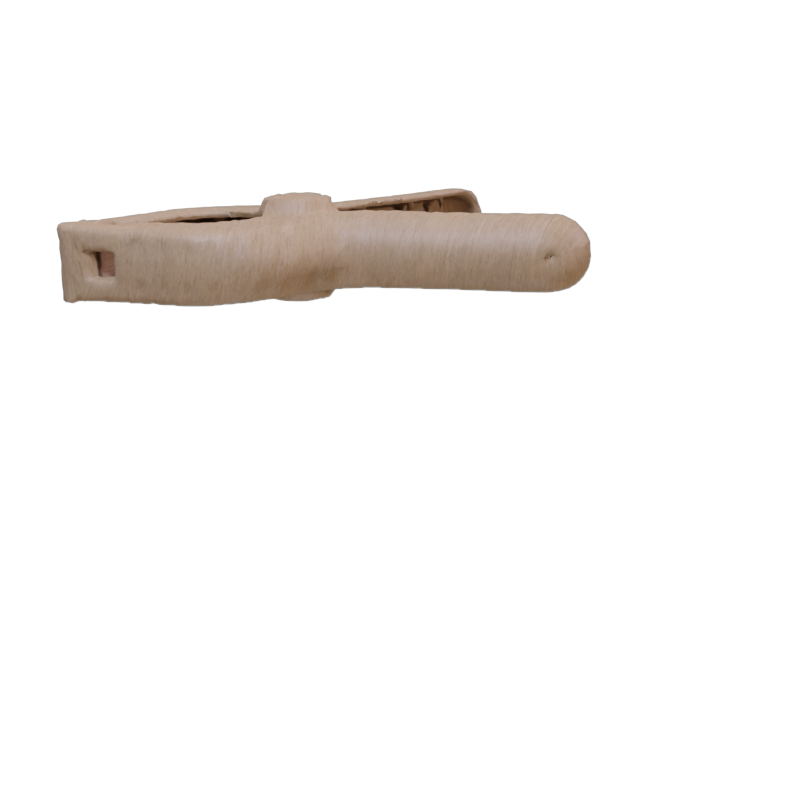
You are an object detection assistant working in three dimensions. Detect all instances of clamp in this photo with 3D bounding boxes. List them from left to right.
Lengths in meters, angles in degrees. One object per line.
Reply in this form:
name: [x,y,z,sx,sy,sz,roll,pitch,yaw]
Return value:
clamp: [-0.031,-0.057,0.396,0.171,0.039,0.122,0,9,-3]
